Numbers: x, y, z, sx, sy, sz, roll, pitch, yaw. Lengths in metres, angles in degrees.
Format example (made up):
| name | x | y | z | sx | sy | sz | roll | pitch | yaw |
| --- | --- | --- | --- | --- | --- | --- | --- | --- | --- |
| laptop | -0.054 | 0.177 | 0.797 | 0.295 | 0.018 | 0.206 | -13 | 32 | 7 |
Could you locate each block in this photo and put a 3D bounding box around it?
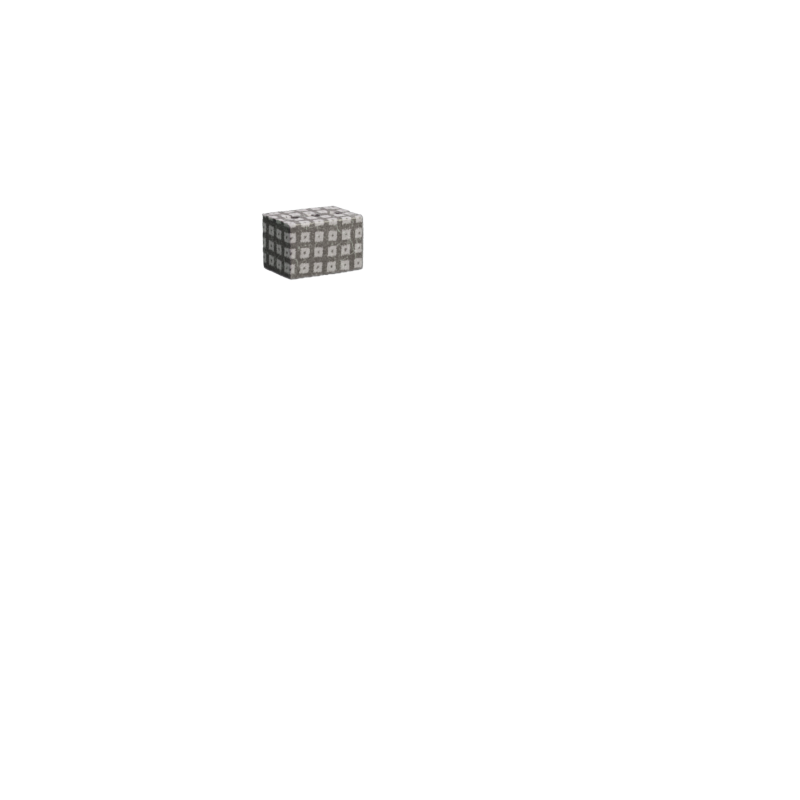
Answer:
| name | x | y | z | sx | sy | sz | roll | pitch | yaw |
| --- | --- | --- | --- | --- | --- | --- | --- | --- | --- |
| block | -0.078 | -0.142 | 0.995 | 0.076 | 0.049 | 0.056 | -11 | 20 | -31 |
